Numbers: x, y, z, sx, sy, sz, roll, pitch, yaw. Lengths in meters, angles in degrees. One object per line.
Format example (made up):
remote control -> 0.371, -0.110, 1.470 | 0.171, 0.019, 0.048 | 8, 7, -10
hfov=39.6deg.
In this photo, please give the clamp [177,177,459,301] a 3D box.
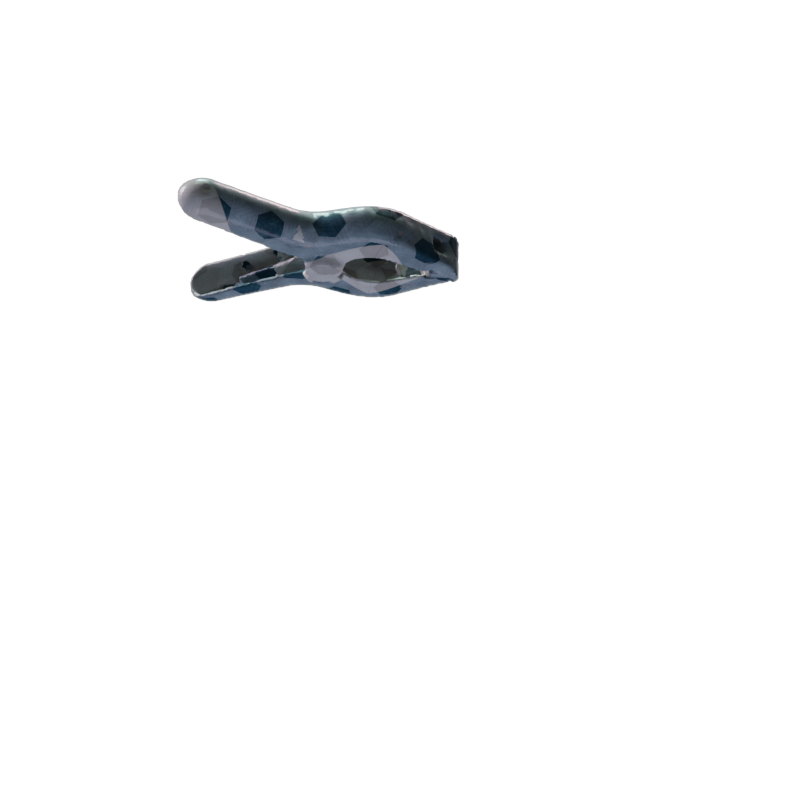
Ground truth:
clamp -> -0.051, -0.094, 0.657 | 0.173, 0.041, 0.114 | -2, -18, 5
